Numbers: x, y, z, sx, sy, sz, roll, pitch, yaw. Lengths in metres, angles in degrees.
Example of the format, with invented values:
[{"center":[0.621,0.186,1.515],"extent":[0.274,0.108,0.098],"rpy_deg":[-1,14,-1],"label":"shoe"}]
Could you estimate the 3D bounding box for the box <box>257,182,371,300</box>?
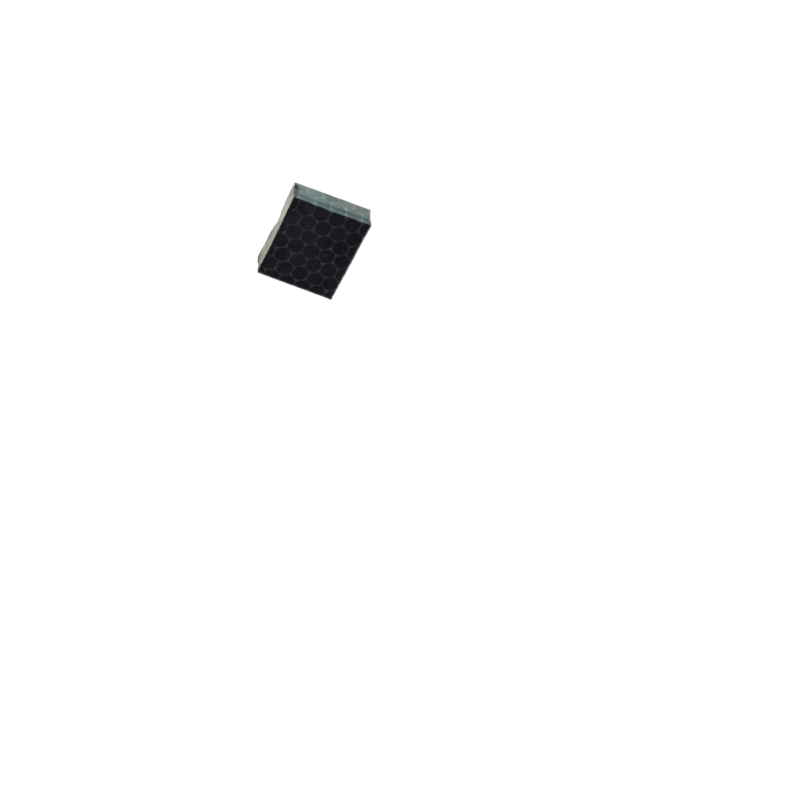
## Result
[{"center":[-0.076,-0.139,0.974],"extent":[0.071,0.086,0.032],"rpy_deg":[20,34,-15],"label":"box"}]
